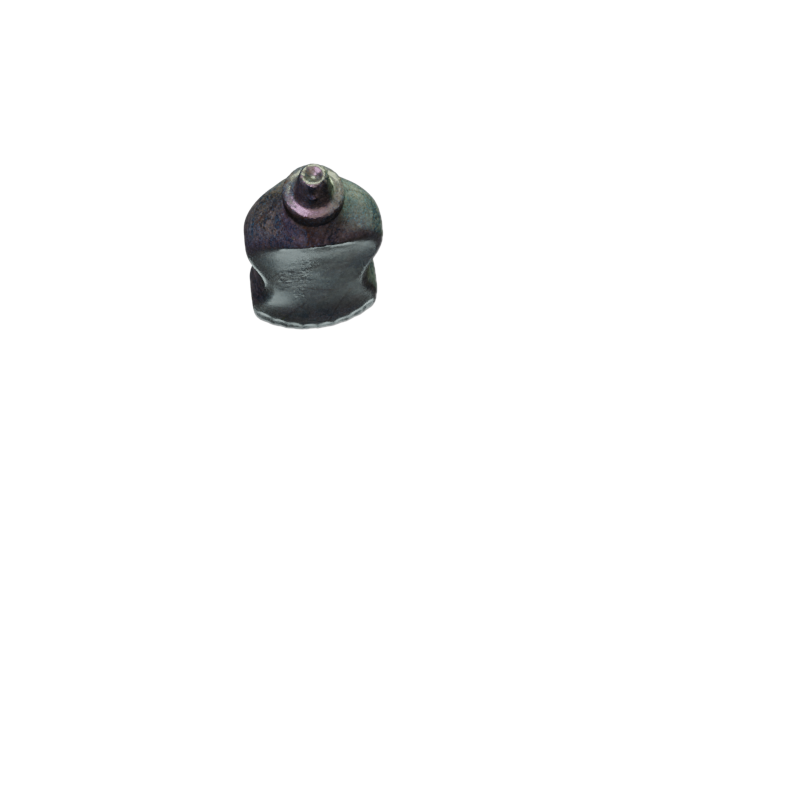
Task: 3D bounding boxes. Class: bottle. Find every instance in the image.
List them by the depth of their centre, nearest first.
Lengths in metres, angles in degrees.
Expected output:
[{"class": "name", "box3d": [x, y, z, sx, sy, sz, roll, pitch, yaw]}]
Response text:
[{"class": "bottle", "box3d": [-0.061, -0.111, 0.780, 0.096, 0.062, 0.182, -4, -20, -5]}]
